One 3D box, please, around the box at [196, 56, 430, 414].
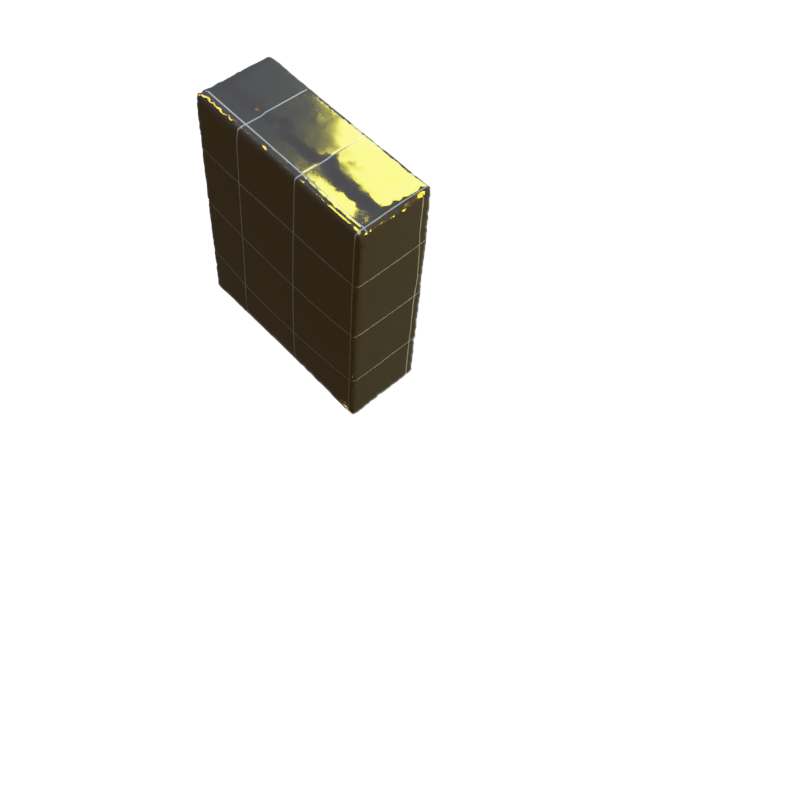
[{"bbox_3d":[-0.062,-0.112,0.787,0.072,0.175,0.200,-35,-27,-24],"label":"box"}]
